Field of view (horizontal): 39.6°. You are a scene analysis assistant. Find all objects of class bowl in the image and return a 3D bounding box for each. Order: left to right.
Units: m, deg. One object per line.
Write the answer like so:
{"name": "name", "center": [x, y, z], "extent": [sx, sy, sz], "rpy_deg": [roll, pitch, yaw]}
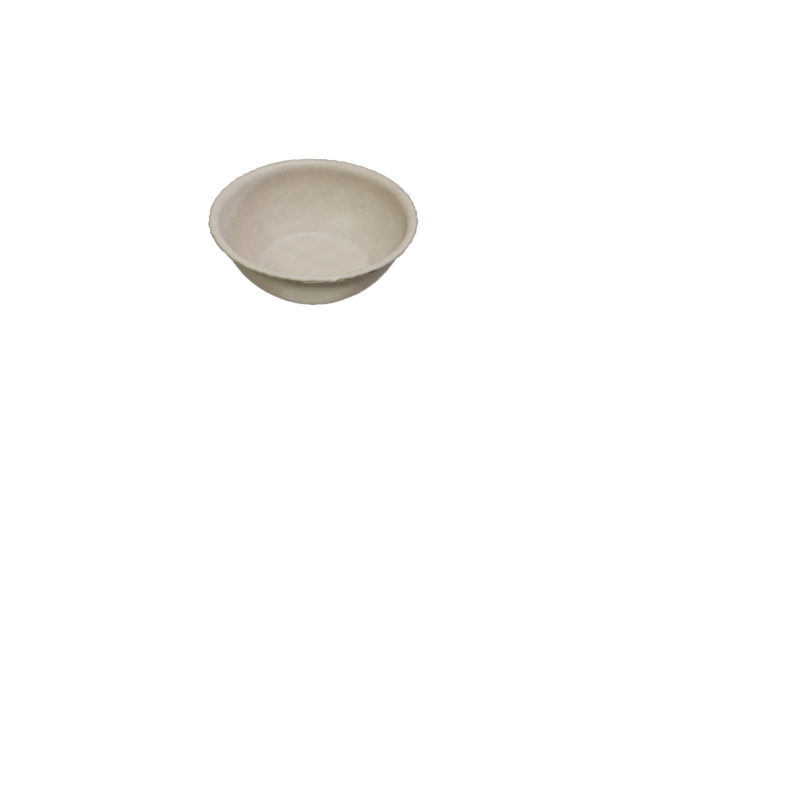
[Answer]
{"name": "bowl", "center": [-0.068, -0.124, 0.872], "extent": [0.162, 0.051, 0.174], "rpy_deg": [-1, 42, -2]}
